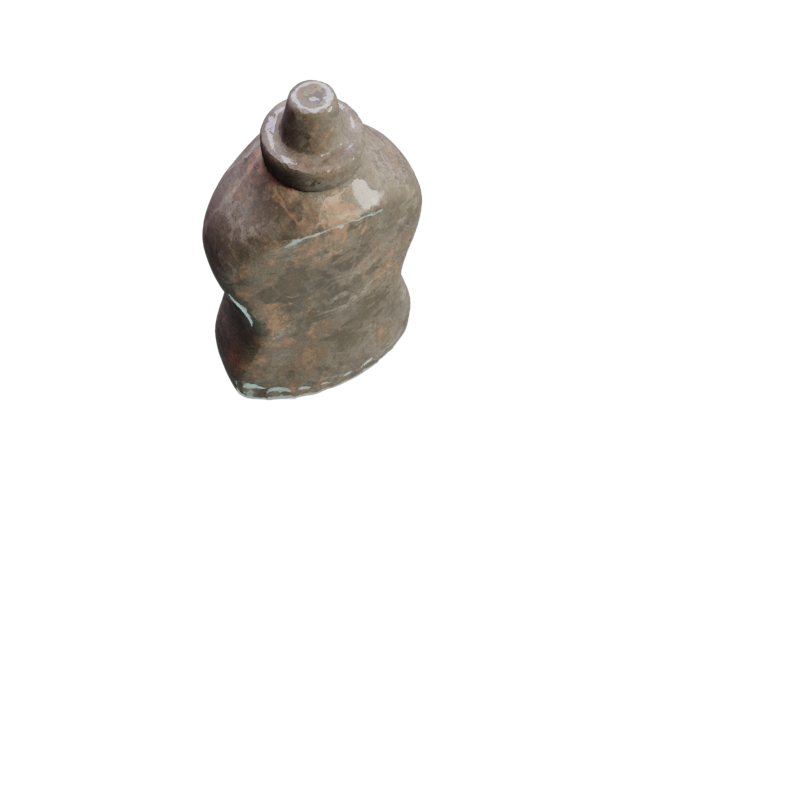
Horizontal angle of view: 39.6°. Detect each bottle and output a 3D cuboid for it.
[{"bbox_3d":[-0.039,-0.070,0.489,0.095,0.062,0.180,-20,-25,-14],"label":"bottle"}]
